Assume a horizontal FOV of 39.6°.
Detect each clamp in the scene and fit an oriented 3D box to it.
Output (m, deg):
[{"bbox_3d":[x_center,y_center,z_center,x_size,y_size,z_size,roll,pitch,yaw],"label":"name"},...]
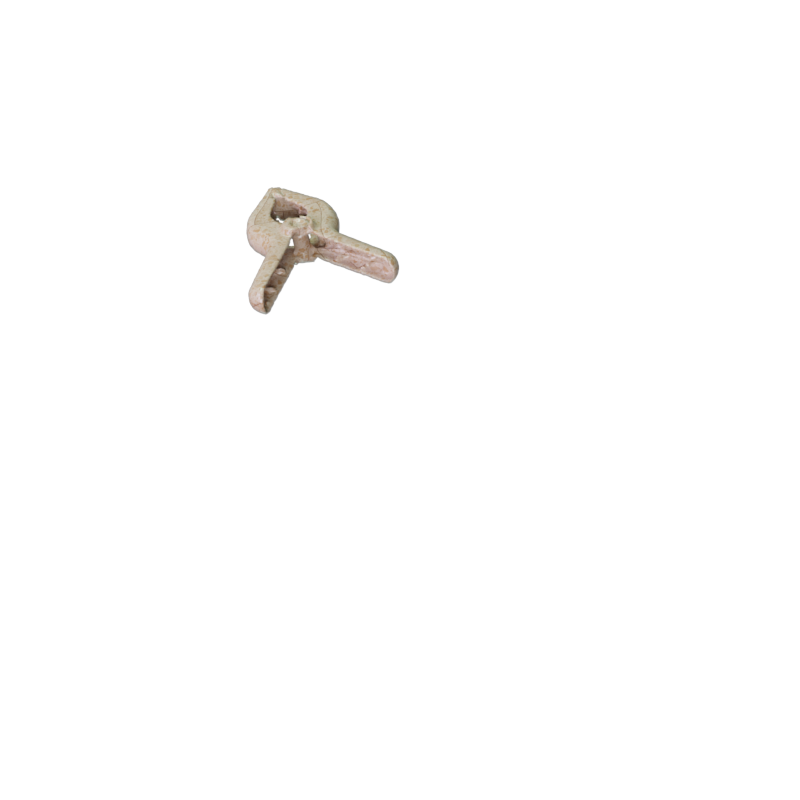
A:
[{"bbox_3d":[-0.072,-0.131,0.920,0.119,0.037,0.185,-6,37,-8],"label":"clamp"}]
